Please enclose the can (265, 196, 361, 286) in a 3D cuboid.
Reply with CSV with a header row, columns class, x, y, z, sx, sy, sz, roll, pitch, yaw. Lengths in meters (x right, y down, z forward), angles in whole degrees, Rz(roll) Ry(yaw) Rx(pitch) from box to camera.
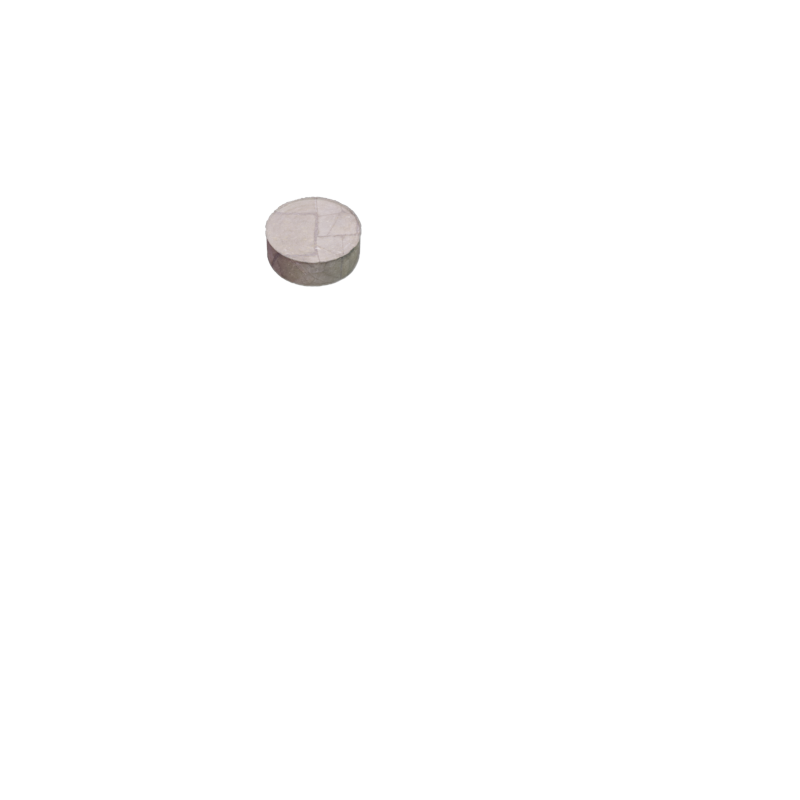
class,x,y,z,sx,sy,sz,roll,pitch,yaw
can,-0.078,-0.142,0.994,0.086,0.092,0.031,-1,-43,-1
